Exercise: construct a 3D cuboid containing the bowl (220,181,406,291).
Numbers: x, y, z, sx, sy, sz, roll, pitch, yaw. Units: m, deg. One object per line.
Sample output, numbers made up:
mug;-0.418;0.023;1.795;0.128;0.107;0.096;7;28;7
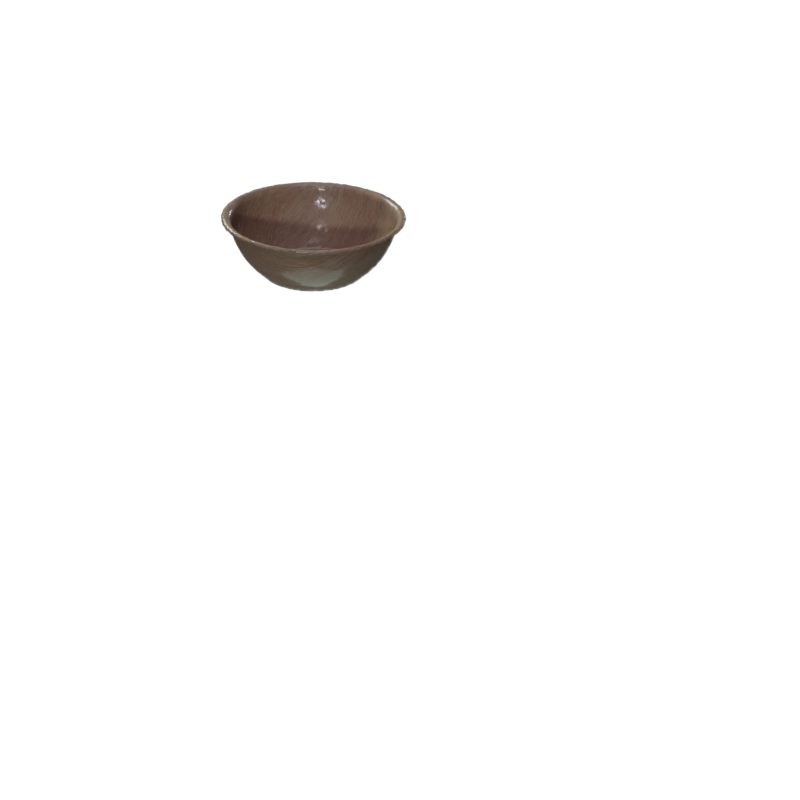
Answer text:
bowl;-0.076;-0.140;0.977;0.162;0.052;0.172;-1;29;-2
